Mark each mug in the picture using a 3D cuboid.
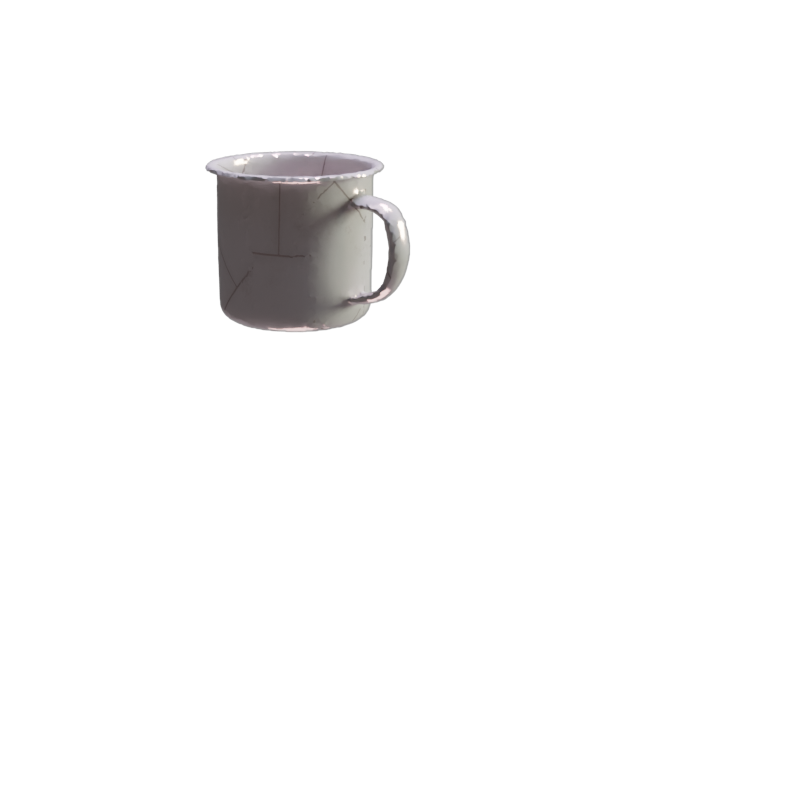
[{"bbox_3d":[-0.045,-0.083,0.580,0.123,0.079,0.092,12,21,33],"label":"mug"}]
